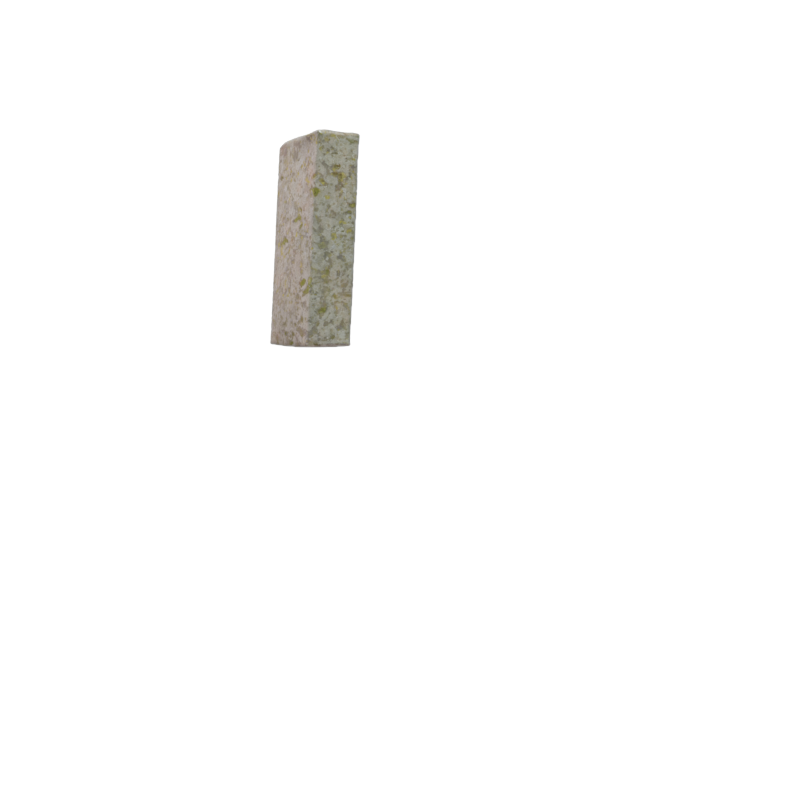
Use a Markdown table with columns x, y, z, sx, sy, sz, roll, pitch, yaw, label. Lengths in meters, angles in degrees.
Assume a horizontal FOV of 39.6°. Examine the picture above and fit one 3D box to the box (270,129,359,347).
| x | y | z | sx | sy | sz | roll | pitch | yaw | label |
| --- | --- | --- | --- | --- | --- | --- | --- | --- | --- |
| -0.073 | -0.133 | 0.932 | 0.047 | 0.178 | 0.095 | 1 | -3 | -25 | box |
